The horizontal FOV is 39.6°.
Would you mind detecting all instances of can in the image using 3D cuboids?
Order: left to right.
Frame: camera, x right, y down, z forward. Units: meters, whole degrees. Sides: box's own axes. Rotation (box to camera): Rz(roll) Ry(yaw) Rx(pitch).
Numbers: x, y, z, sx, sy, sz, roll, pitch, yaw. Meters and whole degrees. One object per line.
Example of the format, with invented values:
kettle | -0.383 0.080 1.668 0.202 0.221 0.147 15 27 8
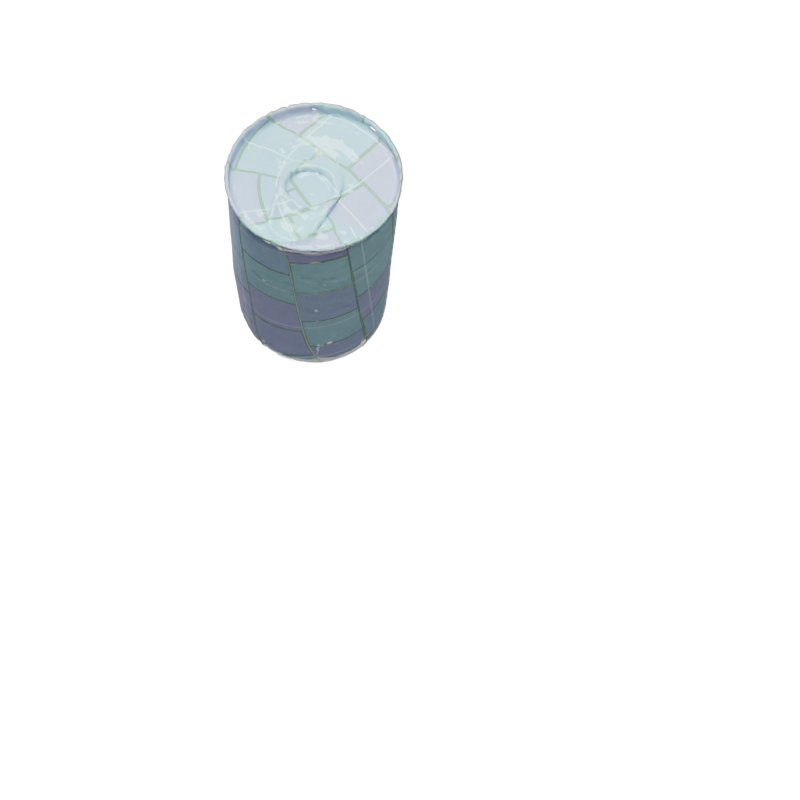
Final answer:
can | -0.036 -0.066 0.462 0.068 0.073 0.096 0 -26 -3
